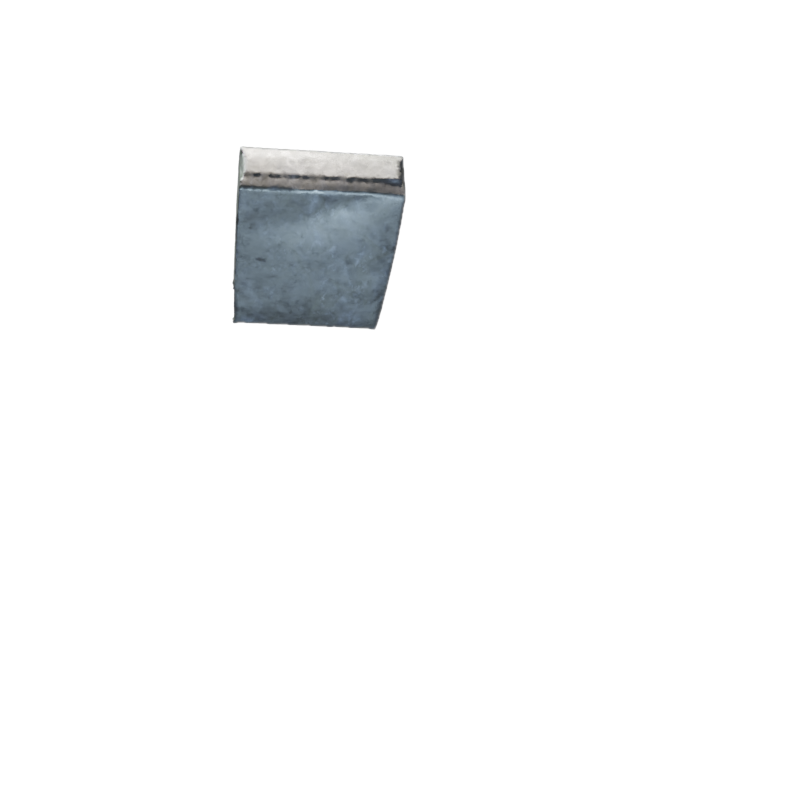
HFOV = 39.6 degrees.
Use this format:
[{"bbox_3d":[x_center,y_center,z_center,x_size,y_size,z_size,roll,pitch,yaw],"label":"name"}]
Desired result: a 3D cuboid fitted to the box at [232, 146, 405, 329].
[{"bbox_3d":[-0.049,-0.089,0.625,0.089,0.042,0.106,5,-43,-6],"label":"box"}]
